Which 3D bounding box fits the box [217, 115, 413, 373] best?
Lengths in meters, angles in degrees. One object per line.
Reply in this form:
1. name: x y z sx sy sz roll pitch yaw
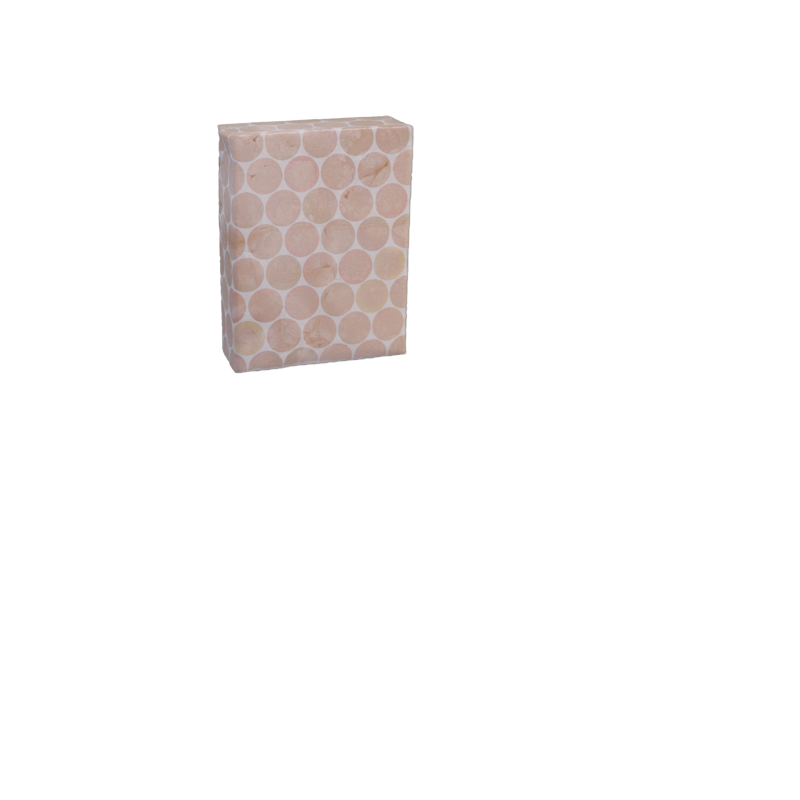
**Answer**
1. box: -0.077 -0.141 0.989 0.161 0.206 0.076 -5 18 -18
